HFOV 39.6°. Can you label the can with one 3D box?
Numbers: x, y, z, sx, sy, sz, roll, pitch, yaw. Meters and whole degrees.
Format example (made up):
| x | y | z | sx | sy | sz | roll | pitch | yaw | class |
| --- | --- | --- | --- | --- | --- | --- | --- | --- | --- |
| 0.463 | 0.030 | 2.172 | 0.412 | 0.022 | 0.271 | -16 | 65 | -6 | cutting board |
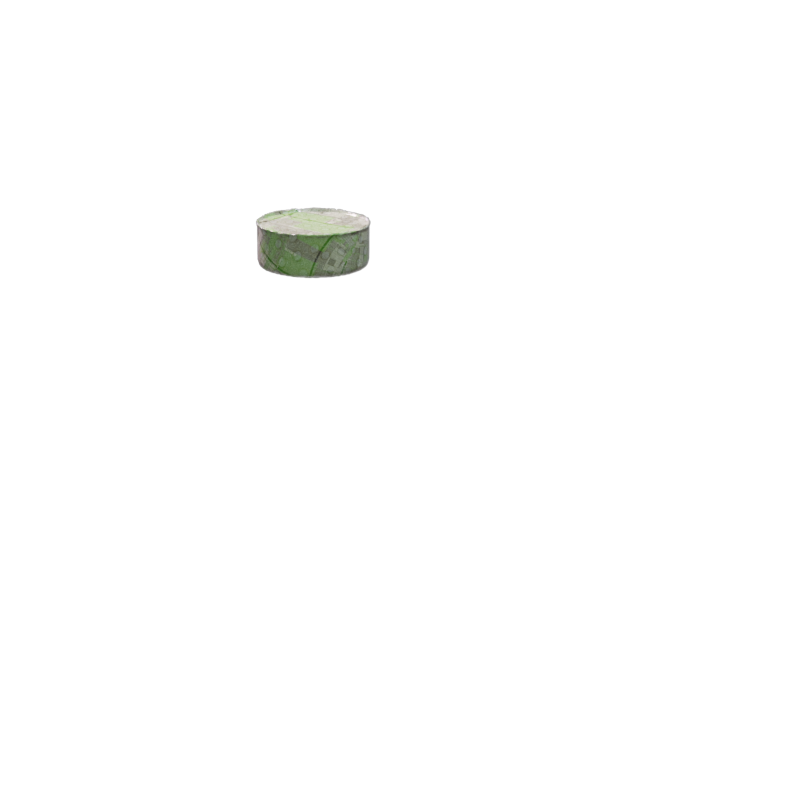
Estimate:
| x | y | z | sx | sy | sz | roll | pitch | yaw | class |
| --- | --- | --- | --- | --- | --- | --- | --- | --- | --- |
| -0.065 | -0.119 | 0.832 | 0.086 | 0.032 | 0.090 | -1 | 21 | -2 | can |
